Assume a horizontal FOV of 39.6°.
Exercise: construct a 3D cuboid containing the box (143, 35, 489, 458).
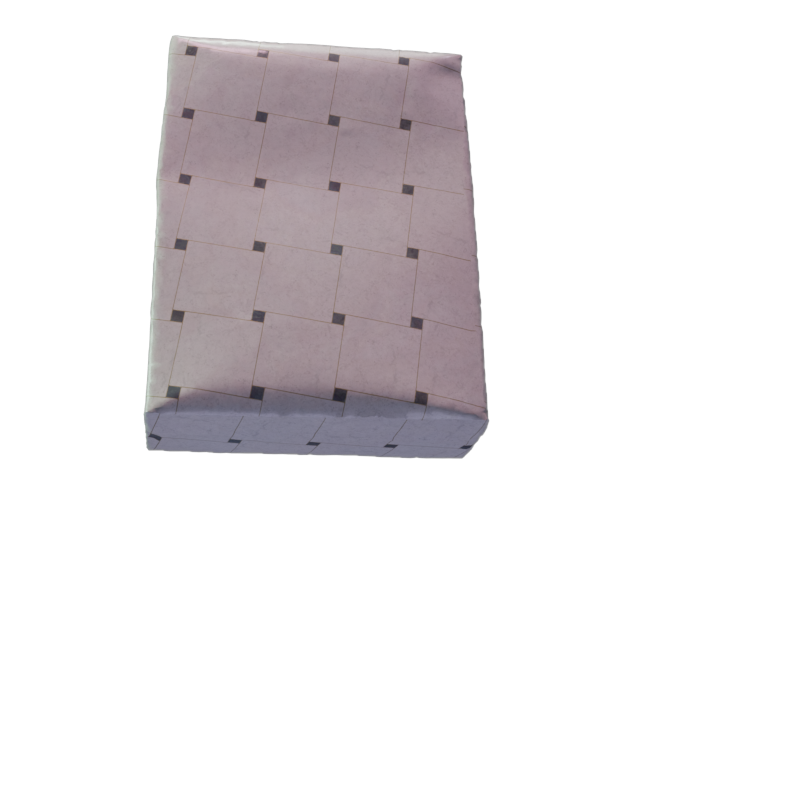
[{"bbox_3d":[-0.045,-0.082,0.577,0.162,0.226,0.069,2,-24,-7],"label":"box"}]
